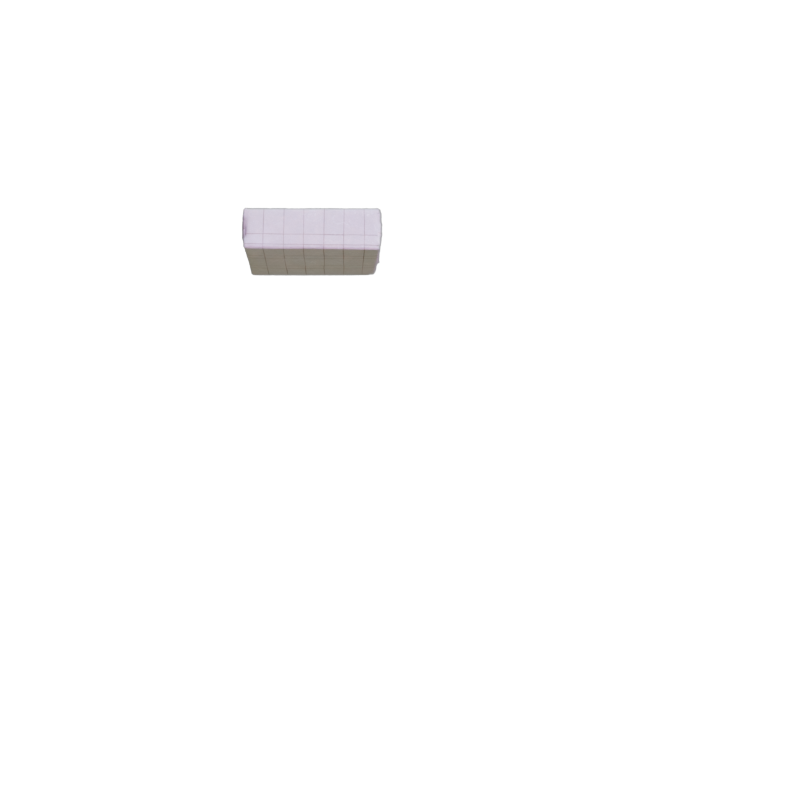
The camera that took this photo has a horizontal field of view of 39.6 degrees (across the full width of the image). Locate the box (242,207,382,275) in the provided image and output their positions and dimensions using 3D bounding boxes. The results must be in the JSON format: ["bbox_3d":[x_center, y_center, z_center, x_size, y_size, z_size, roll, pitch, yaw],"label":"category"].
[{"bbox_3d":[-0.057,-0.105,0.733,0.089,0.031,0.071,0,-9,0],"label":"box"}]
